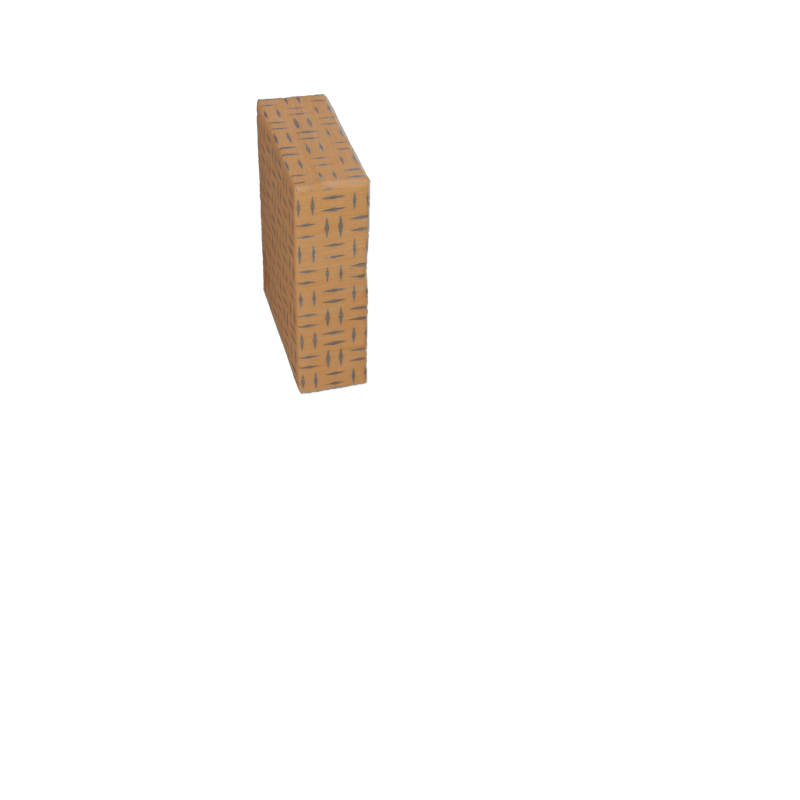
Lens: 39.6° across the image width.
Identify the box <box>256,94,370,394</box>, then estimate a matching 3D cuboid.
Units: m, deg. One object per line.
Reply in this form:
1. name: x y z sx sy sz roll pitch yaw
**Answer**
1. box: -0.077 -0.141 0.985 0.071 0.200 0.177 -8 39 -14
